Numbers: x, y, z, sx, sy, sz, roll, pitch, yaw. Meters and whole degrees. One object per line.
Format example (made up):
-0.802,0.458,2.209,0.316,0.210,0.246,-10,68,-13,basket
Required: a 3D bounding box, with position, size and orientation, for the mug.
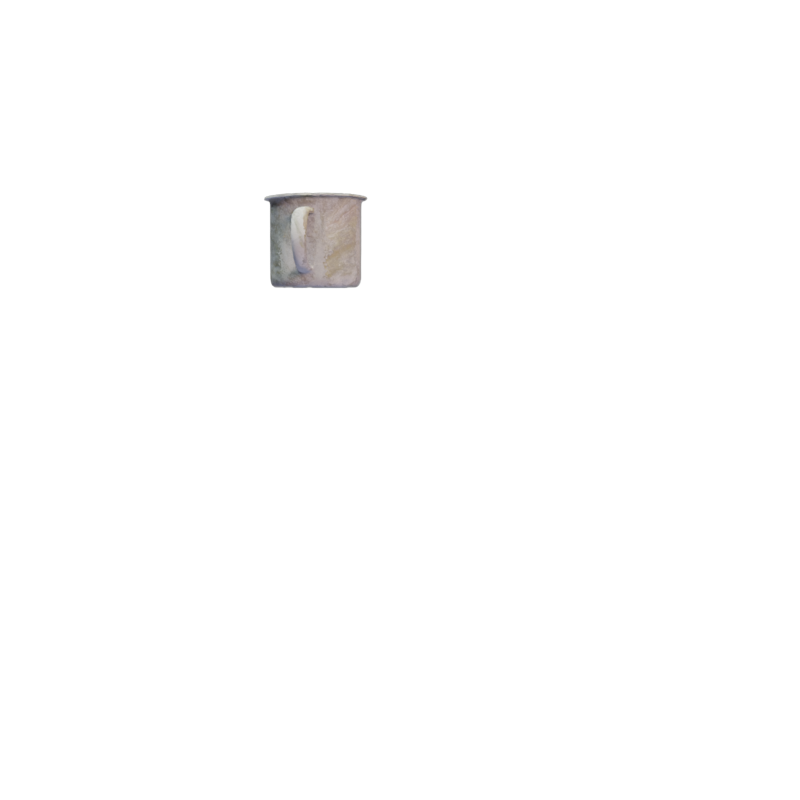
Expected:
-0.077,-0.140,0.982,0.094,0.082,0.116,0,2,7,mug
